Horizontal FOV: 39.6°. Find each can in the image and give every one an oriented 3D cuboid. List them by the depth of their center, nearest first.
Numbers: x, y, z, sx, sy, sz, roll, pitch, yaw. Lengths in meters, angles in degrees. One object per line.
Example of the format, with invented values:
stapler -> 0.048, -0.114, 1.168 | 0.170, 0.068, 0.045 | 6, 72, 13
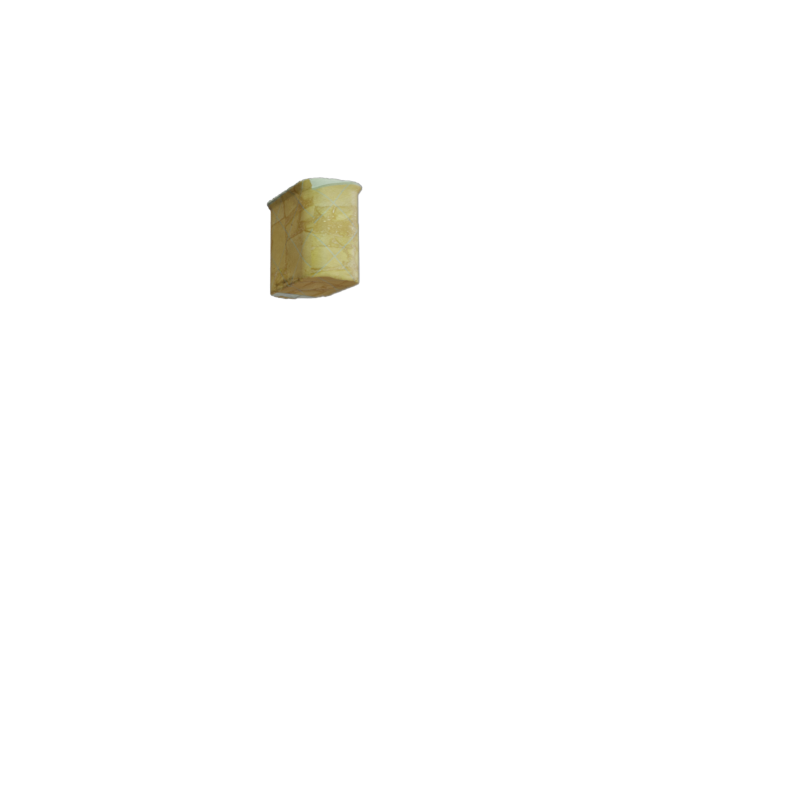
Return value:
can -> -0.074, -0.135, 0.943 | 0.055, 0.086, 0.103 | 5, -11, -28
